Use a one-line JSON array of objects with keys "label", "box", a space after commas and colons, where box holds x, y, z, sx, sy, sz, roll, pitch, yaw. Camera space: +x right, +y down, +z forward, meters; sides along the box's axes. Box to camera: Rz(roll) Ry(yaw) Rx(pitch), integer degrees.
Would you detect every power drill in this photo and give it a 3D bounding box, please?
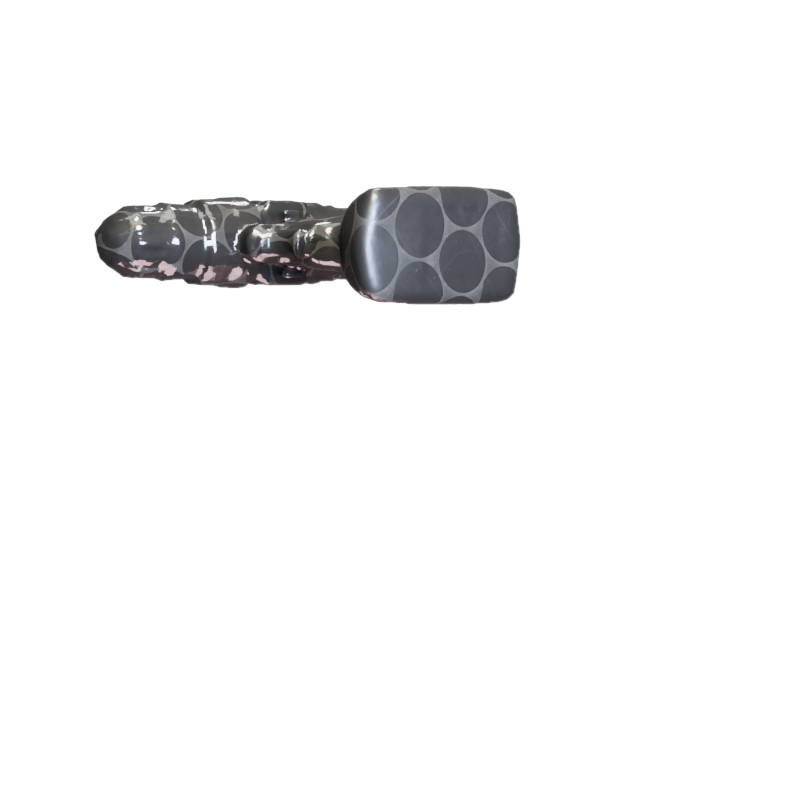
[{"label": "power drill", "box": [-0.046, -0.084, 0.589, 0.178, 0.057, 0.196, -7, 12, -36]}]
